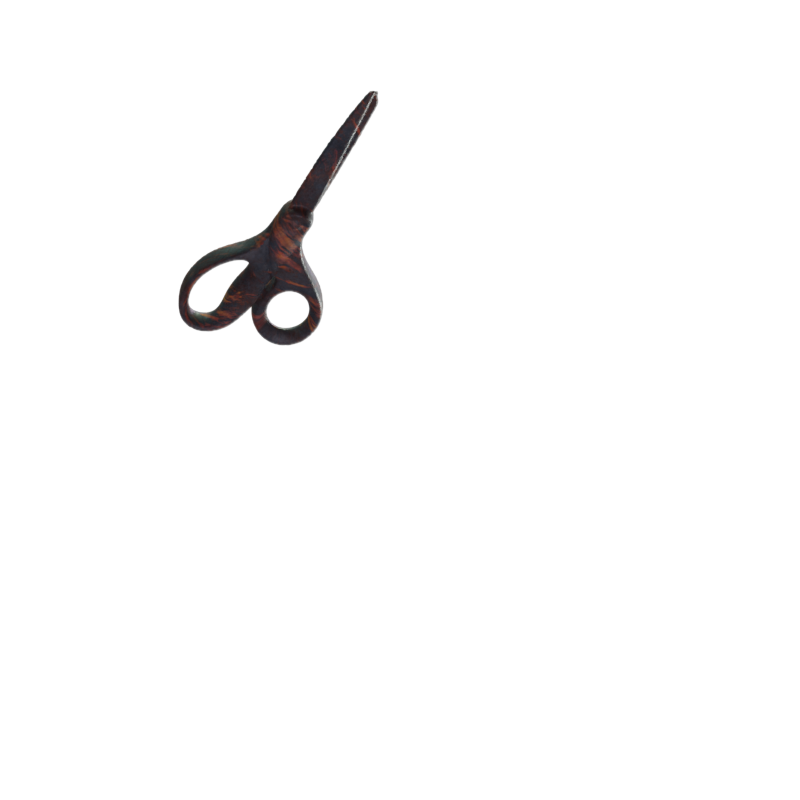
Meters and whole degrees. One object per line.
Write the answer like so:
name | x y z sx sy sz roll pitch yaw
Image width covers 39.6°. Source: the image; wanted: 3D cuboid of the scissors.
scissors | -0.050 -0.092 0.644 0.090 0.017 0.199 33 -52 -31
